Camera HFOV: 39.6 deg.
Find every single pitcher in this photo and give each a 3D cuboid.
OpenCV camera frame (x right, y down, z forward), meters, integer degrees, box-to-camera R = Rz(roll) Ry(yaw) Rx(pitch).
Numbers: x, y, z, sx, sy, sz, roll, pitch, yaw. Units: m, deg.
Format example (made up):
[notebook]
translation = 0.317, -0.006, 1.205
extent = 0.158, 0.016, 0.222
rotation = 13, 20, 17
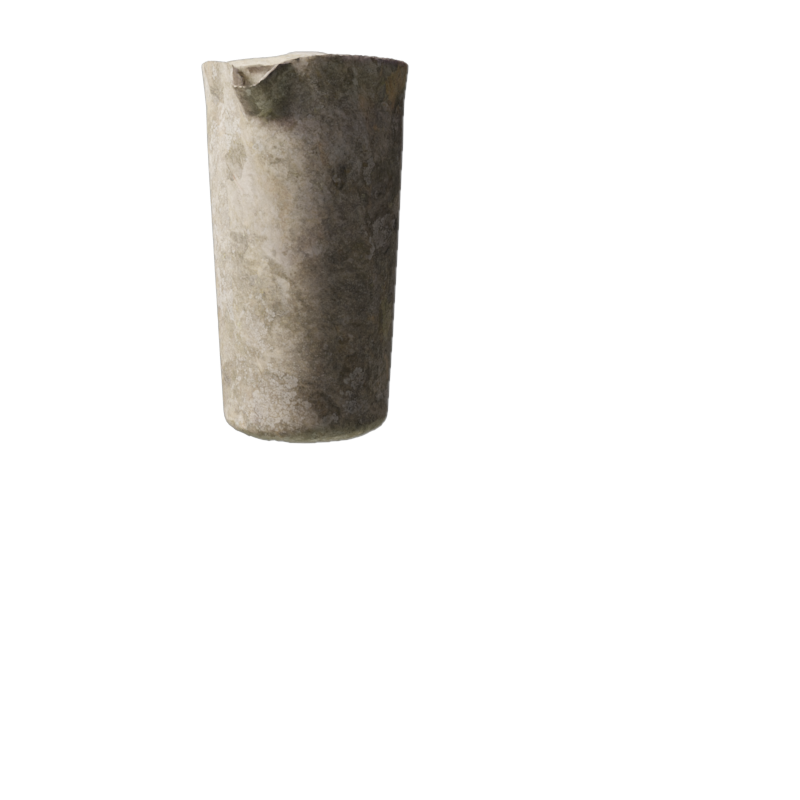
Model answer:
[pitcher]
translation = -0.057, -0.104, 0.730
extent = 0.145, 0.240, 0.151
rotation = -2, 6, -24
